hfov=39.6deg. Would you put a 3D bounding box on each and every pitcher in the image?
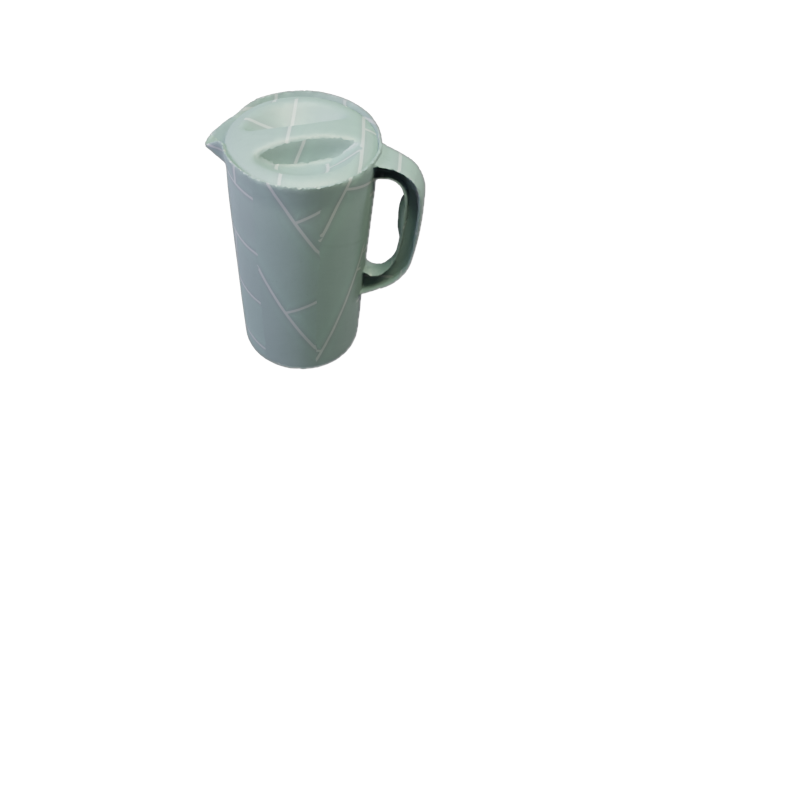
[{"bbox_3d":[-0.077,-0.141,0.987,0.144,0.226,0.161,-25,53,-24],"label":"pitcher"}]
